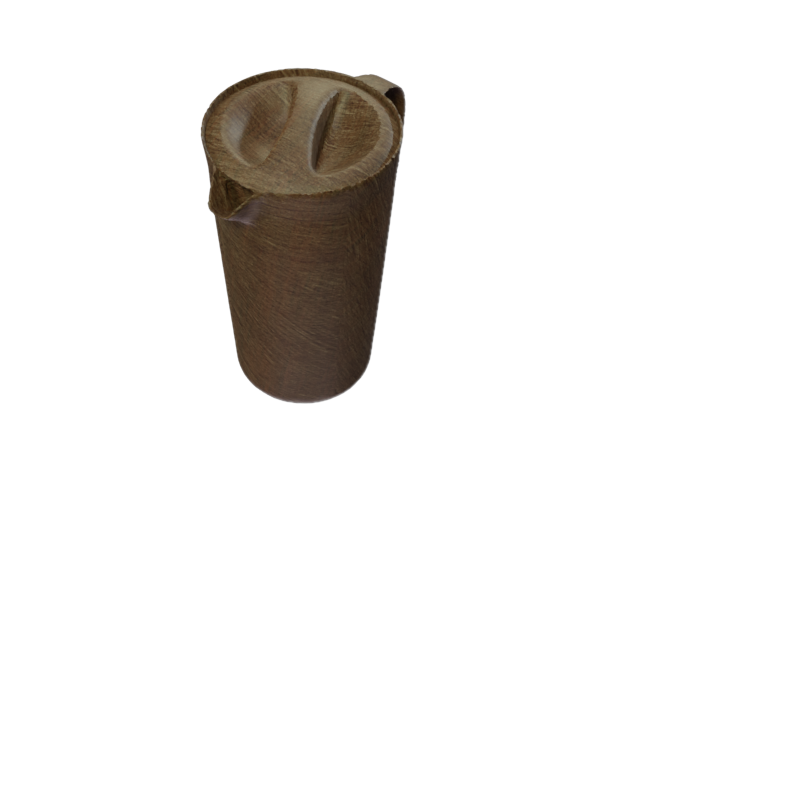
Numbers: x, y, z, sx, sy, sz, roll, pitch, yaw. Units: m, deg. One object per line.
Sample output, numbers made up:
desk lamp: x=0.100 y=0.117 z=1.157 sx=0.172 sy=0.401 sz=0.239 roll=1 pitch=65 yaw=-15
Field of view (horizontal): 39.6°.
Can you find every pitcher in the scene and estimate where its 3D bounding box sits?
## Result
pitcher: x=-0.064 y=-0.116 z=0.813 sx=0.148 sy=0.156 sz=0.226 roll=-5 pitch=-40 yaw=-7
